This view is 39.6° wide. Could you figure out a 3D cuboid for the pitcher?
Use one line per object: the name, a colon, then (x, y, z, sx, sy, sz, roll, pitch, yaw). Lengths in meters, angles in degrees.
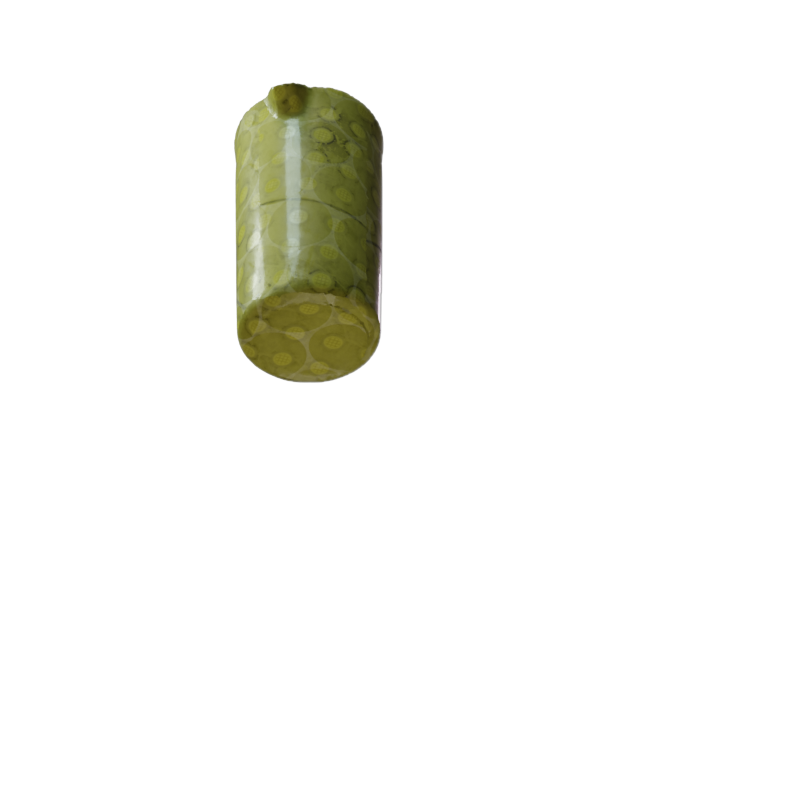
pitcher: (-0.072, -0.131, 0.914, 0.143, 0.261, 0.141, 22, -48, -25)
